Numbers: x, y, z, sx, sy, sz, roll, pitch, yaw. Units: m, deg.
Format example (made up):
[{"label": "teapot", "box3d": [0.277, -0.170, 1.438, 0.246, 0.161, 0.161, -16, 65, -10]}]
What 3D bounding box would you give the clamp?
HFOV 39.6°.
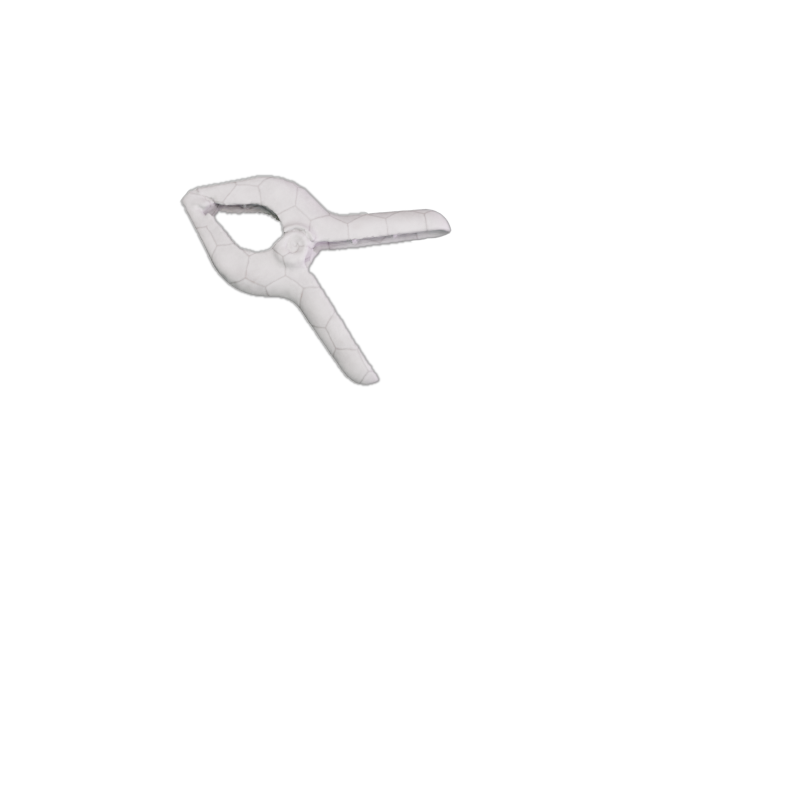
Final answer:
[{"label": "clamp", "box3d": [-0.056, -0.102, 0.717, 0.176, 0.122, 0.038, 34, -14, 10]}]
